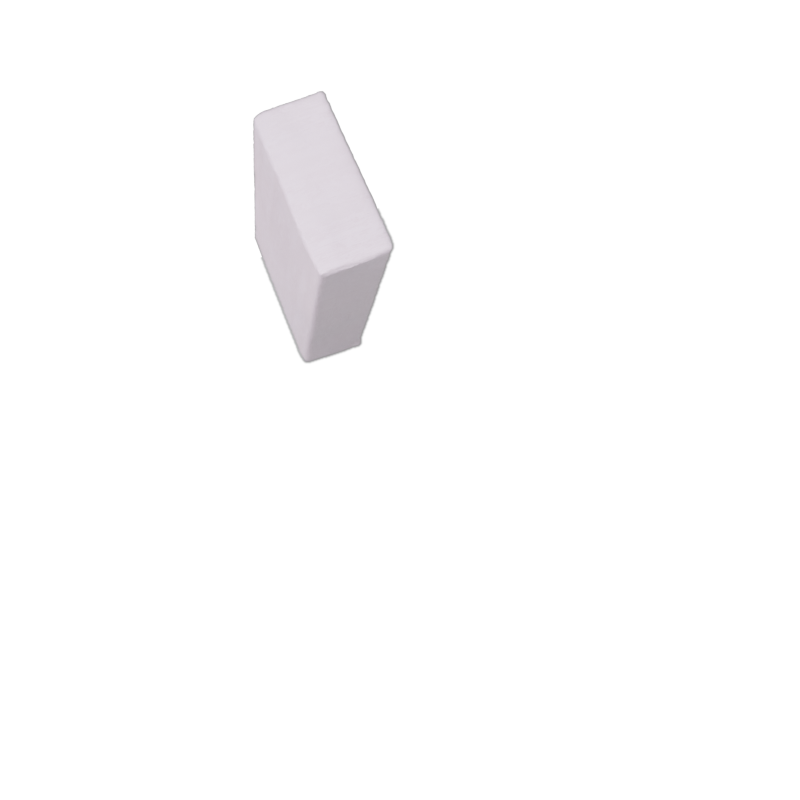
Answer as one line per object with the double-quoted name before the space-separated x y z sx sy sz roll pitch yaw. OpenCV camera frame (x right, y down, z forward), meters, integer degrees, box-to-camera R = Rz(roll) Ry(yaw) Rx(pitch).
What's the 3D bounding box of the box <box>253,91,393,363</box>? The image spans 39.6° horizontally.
"box" -0.049 -0.088 0.615 0.048 0.097 0.170 -21 -12 -8
